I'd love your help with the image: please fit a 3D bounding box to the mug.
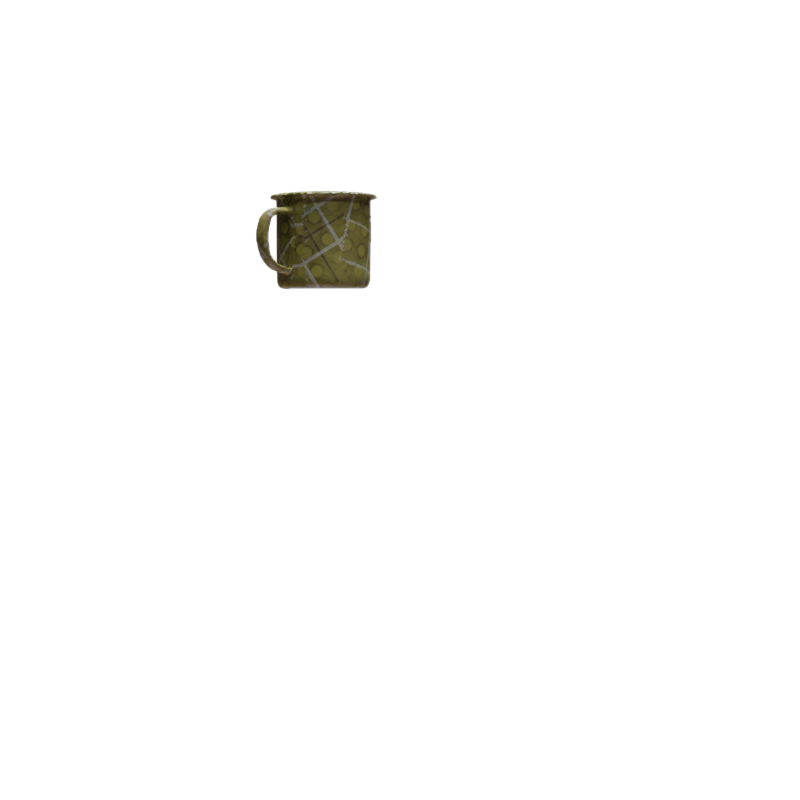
[{"bbox_3d":[-0.075,-0.137,0.961,0.113,0.082,0.097,-3,3,-45],"label":"mug"}]
